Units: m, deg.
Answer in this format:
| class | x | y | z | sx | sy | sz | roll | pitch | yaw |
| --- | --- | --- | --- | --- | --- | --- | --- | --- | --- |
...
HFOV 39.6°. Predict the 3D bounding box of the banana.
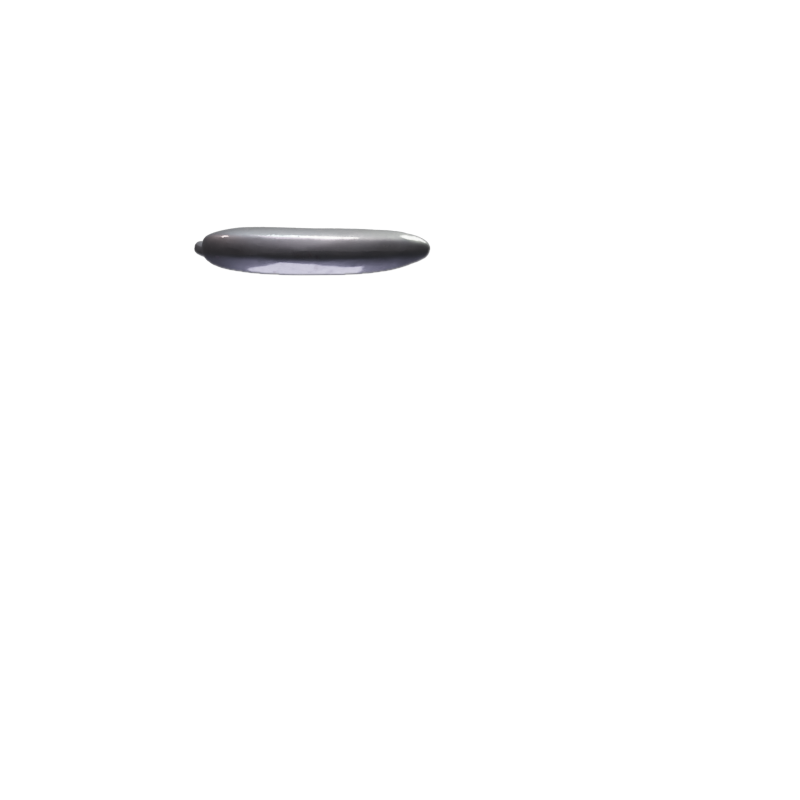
| class | x | y | z | sx | sy | sz | roll | pitch | yaw |
| --- | --- | --- | --- | --- | --- | --- | --- | --- | --- |
| banana | -0.076 | -0.123 | 0.892 | 0.200 | 0.035 | 0.072 | 3 | 21 | 7 |
